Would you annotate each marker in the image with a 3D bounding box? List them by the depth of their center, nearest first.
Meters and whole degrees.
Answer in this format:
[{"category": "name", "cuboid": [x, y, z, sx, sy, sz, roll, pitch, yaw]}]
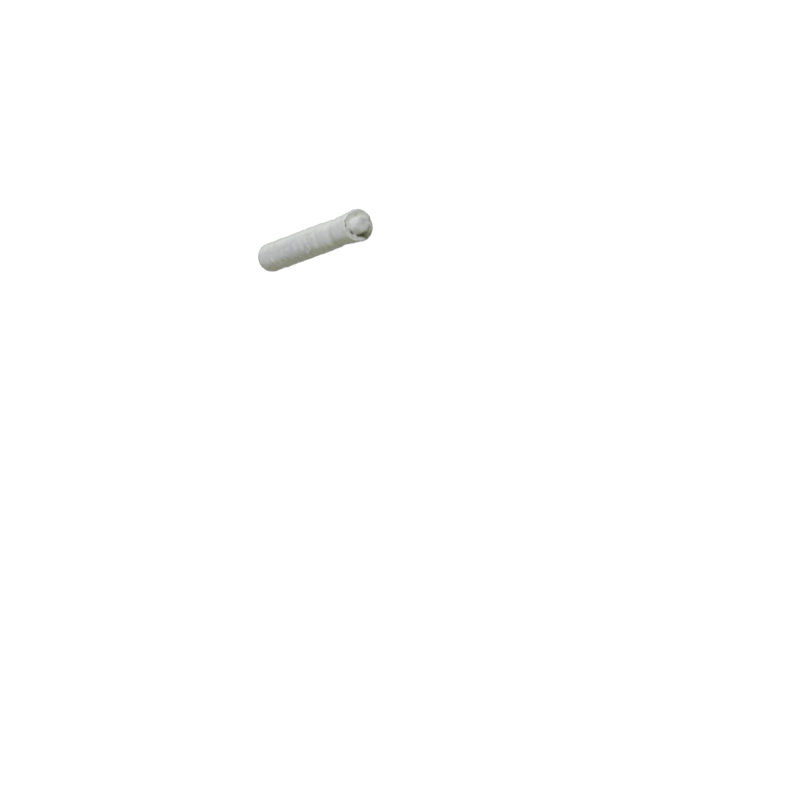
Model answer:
[{"category": "marker", "cuboid": [-0.052, -0.095, 0.667, 0.019, 0.020, 0.123, -2, -2, -31]}]
